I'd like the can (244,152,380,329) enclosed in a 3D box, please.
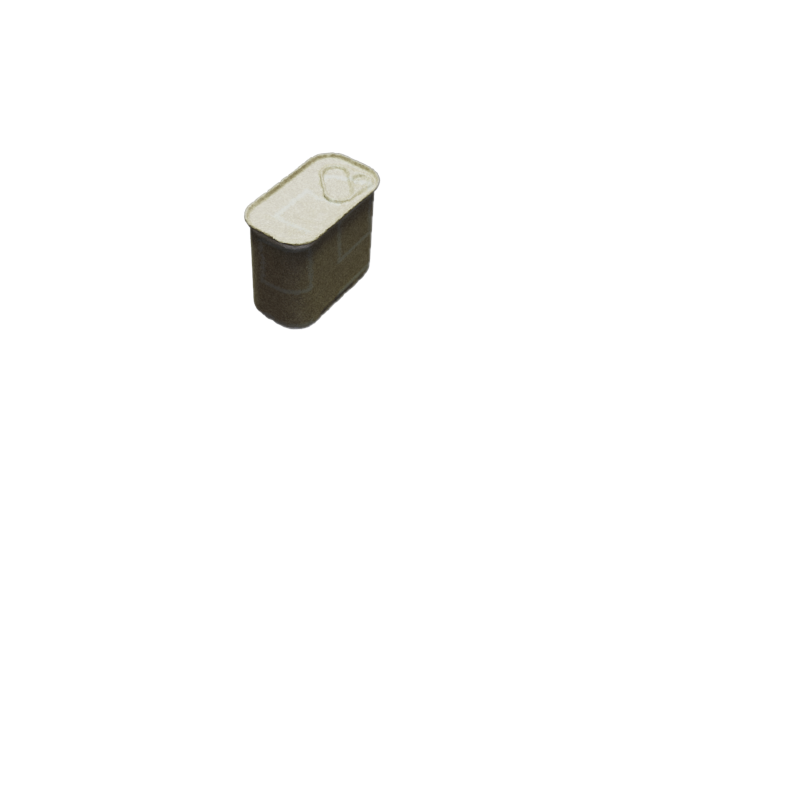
[{"bbox_3d":[-0.061,-0.111,0.779,0.060,0.078,0.104,27,50,22],"label":"can"}]
